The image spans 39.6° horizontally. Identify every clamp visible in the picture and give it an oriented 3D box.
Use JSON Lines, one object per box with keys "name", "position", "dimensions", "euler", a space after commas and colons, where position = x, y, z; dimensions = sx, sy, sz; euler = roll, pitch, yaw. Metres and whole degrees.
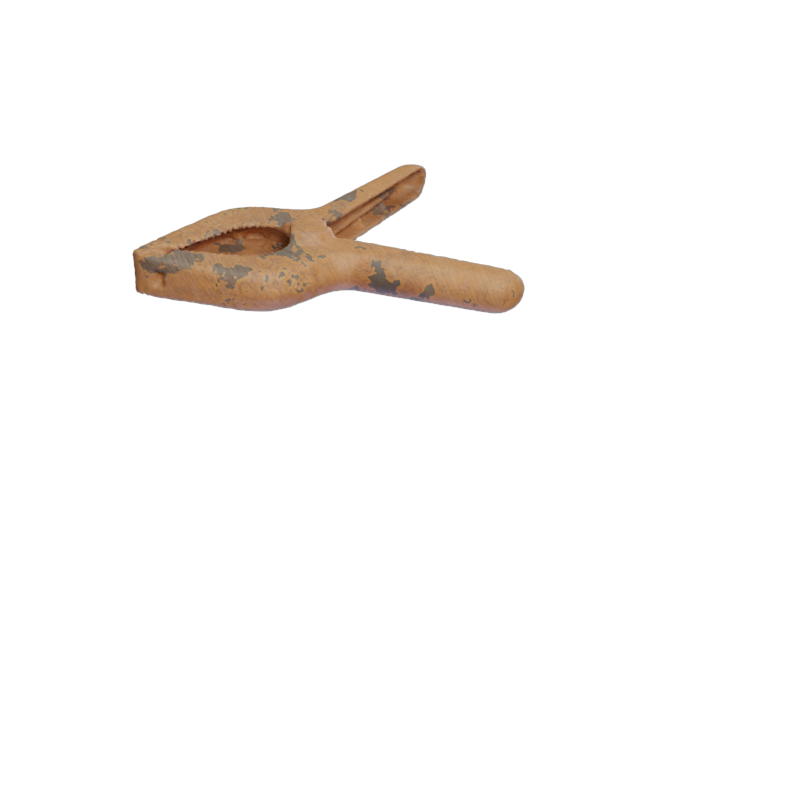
{"name": "clamp", "position": [-0.051, -0.094, 0.655], "dimensions": [0.208, 0.034, 0.177], "euler": [-6, 33, -9]}
